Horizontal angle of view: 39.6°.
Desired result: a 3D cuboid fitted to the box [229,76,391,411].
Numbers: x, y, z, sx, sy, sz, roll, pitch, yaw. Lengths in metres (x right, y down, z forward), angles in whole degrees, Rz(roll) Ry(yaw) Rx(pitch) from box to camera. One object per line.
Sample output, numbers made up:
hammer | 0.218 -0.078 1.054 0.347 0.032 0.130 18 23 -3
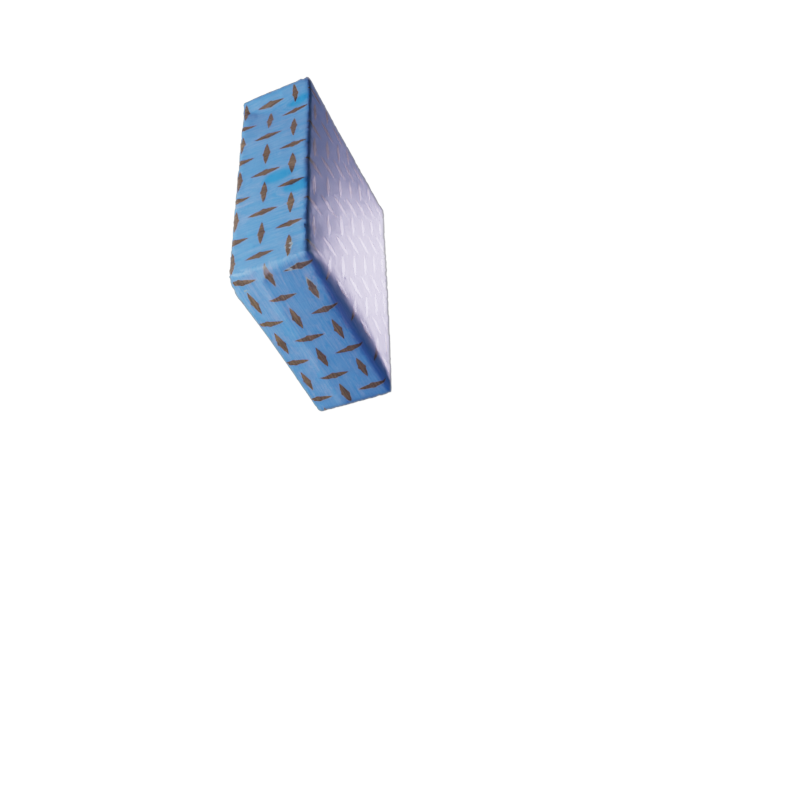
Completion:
box | -0.069 -0.127 0.886 0.072 0.230 0.151 -18 -45 15
